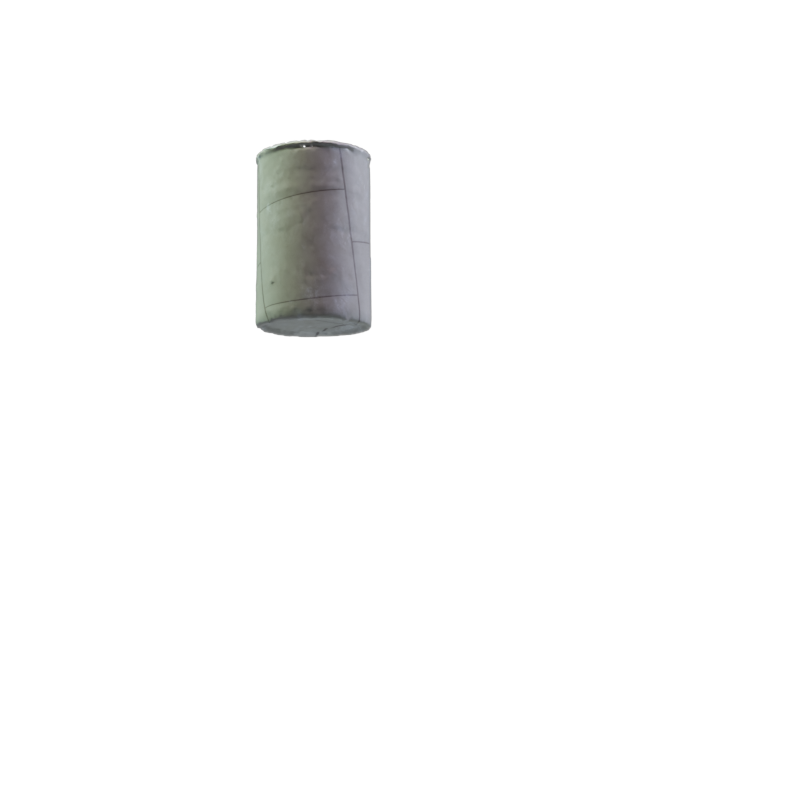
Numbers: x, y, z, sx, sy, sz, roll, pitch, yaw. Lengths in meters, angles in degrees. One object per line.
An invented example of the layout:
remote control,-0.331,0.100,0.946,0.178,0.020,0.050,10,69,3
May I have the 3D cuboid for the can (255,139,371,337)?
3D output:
can,-0.050,-0.092,0.642,0.068,0.105,0.067,0,-11,-2
